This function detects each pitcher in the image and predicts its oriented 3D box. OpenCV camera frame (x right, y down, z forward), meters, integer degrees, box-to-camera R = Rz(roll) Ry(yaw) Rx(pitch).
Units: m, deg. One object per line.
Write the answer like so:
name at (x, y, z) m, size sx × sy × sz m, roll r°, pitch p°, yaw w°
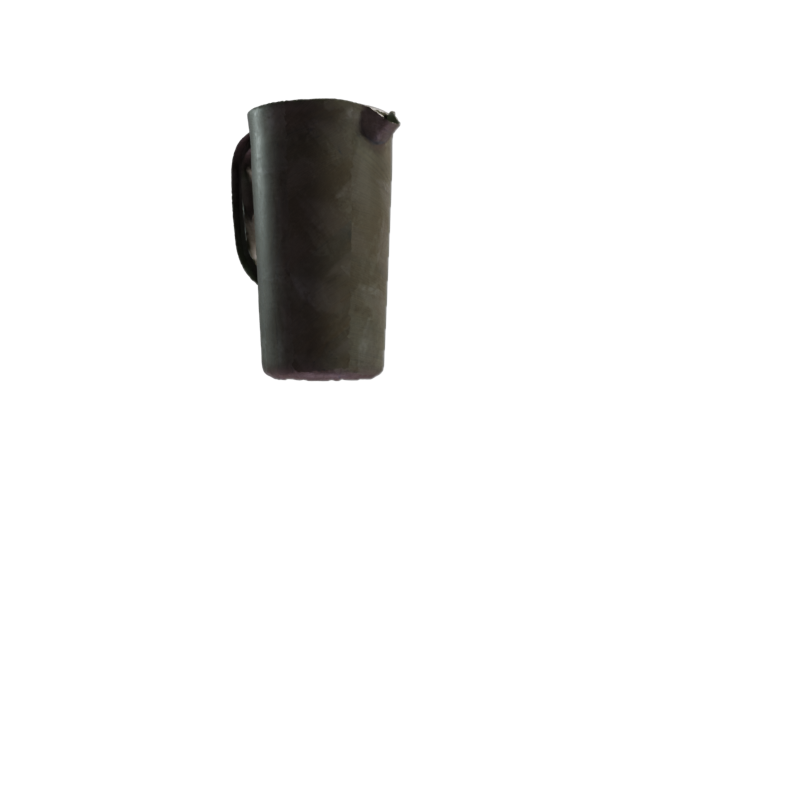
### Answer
pitcher at (-0.078, -0.141, 0.991) m, size 0.144 × 0.245 × 0.149 m, roll 0°, pitch -2°, yaw -8°
